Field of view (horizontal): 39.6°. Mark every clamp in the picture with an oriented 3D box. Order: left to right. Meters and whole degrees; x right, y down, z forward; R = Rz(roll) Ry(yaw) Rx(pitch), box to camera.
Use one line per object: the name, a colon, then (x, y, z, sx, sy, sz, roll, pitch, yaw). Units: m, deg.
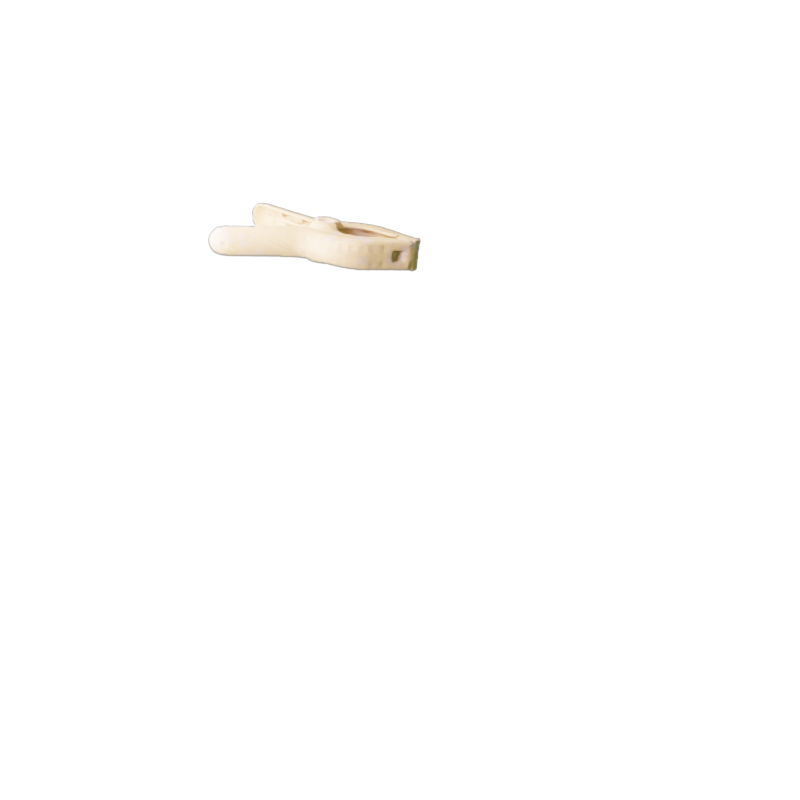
clamp: (-0.073, -0.133, 0.931, 0.178, 0.037, 0.122, 11, 28, 22)
